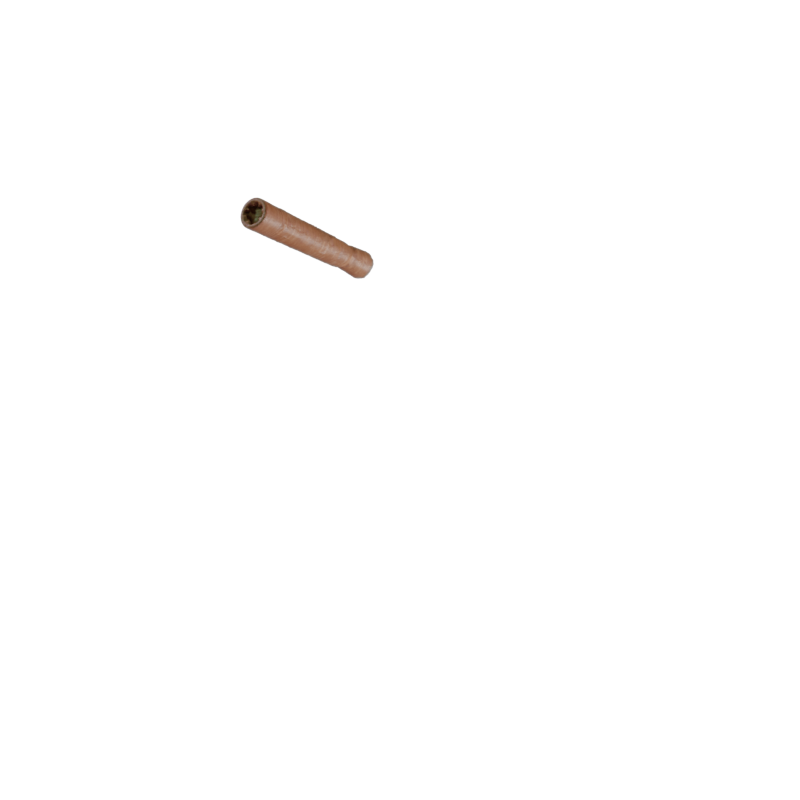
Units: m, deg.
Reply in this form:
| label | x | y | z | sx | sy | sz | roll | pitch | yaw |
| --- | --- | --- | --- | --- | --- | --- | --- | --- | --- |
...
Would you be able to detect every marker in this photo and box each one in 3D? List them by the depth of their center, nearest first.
| label | x | y | z | sx | sy | sz | roll | pitch | yaw |
| --- | --- | --- | --- | --- | --- | --- | --- | --- | --- |
| marker | -0.053 | -0.097 | 0.677 | 0.020 | 0.020 | 0.114 | 3 | -9 | 34 |
